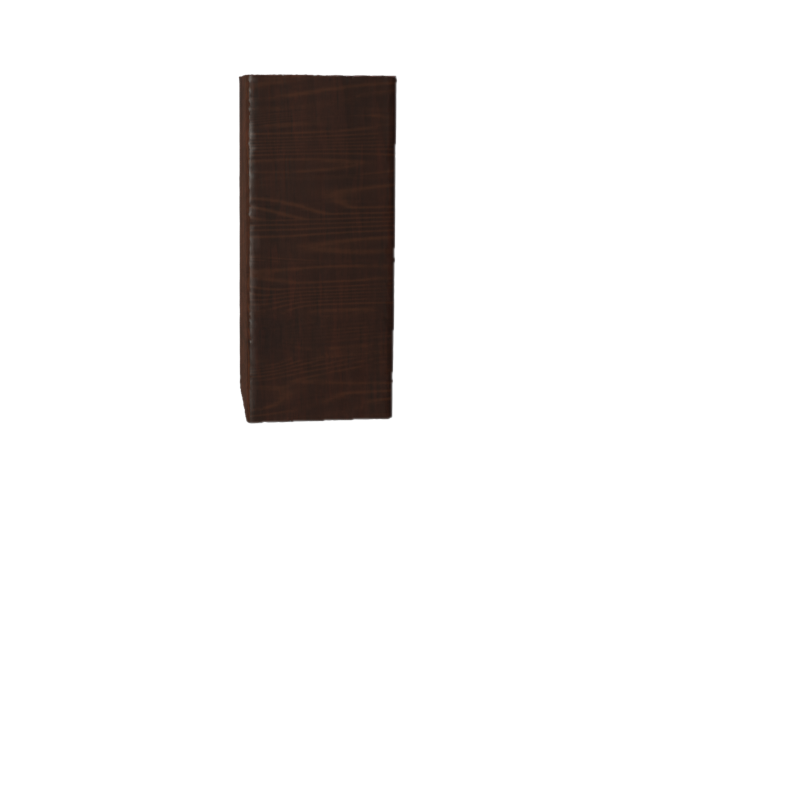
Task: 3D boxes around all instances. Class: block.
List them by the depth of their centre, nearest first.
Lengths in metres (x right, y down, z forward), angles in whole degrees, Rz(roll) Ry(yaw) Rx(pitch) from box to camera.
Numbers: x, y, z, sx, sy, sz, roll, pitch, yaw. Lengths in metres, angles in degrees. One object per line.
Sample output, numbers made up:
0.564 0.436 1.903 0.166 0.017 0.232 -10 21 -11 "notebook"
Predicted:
-0.054 -0.099 0.695 0.090 0.202 0.093 -1 9 -9 "block"
